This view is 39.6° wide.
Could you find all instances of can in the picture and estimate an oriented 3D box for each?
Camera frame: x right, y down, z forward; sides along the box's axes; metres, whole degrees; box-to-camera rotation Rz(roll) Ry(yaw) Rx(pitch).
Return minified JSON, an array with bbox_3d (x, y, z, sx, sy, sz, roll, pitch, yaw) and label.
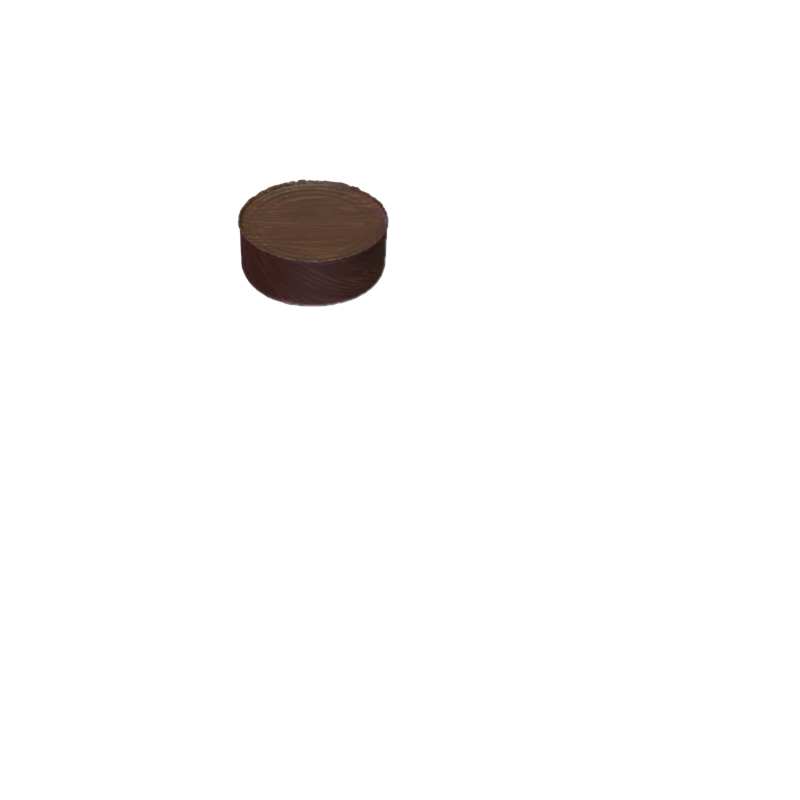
[{"bbox_3d":[-0.050,-0.091,0.639,0.086,0.031,0.092,-1,39,-2],"label":"can"}]
